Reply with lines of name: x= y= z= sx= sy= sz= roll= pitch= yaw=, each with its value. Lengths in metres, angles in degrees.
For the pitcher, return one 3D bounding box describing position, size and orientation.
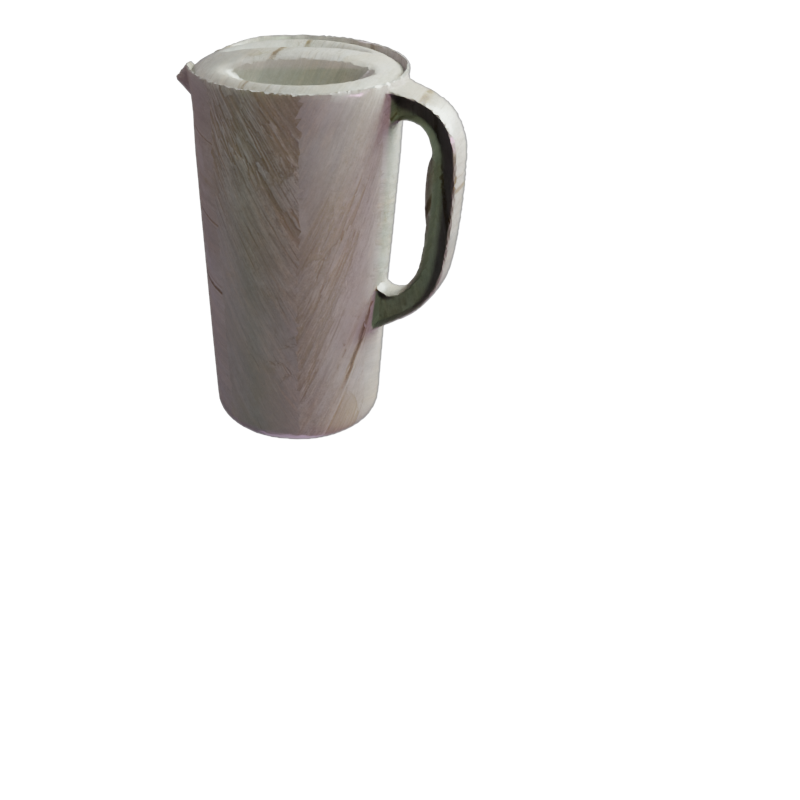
pitcher: x=-0.055 y=-0.099 z=0.696 sx=0.142 sy=0.230 sz=0.160 roll=-9 pitch=29 yaw=-19
